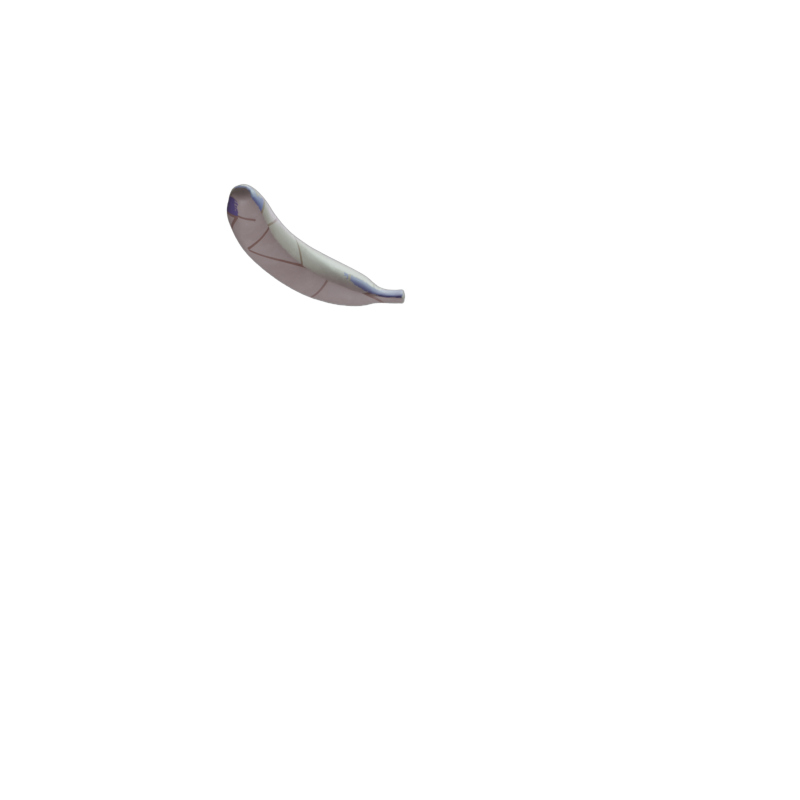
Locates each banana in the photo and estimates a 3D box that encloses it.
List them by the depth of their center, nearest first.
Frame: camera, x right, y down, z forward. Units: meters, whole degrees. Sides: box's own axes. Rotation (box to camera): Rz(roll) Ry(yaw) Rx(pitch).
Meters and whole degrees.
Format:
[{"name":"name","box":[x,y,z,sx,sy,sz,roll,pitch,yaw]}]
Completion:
[{"name":"banana","box":[-0.080,-0.118,0.881,0.070,0.039,0.185,-22,-34,35]}]
